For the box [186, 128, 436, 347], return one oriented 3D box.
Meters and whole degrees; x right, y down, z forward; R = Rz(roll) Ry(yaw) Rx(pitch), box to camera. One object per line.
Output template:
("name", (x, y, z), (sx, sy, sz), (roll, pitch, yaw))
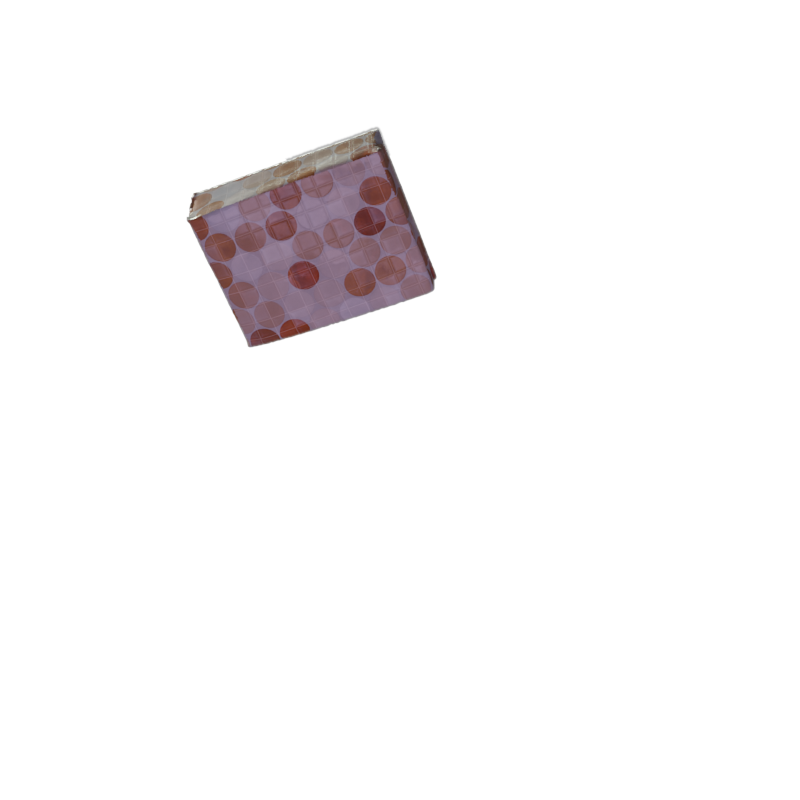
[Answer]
("box", (-0.047, -0.087, 0.607), (0.114, 0.084, 0.041), (-18, 26, 9))
